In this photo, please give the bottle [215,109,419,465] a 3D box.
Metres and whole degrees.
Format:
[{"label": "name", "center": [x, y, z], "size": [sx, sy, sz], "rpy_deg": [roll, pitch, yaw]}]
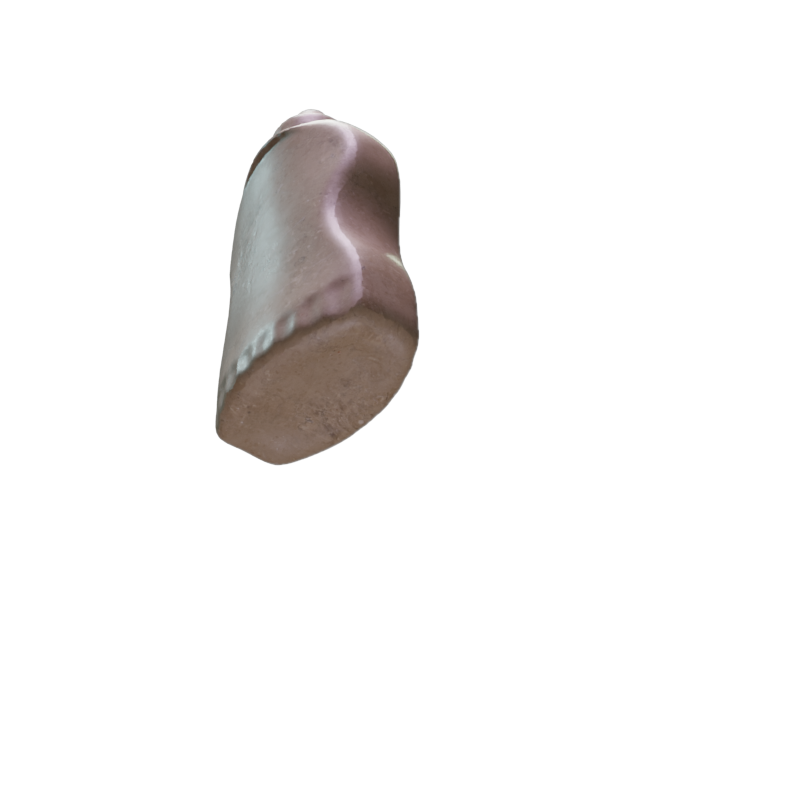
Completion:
[{"label": "bottle", "center": [-0.040, -0.072, 0.501], "size": [0.055, 0.206, 0.094], "rpy_deg": [28, -54, -28]}]
